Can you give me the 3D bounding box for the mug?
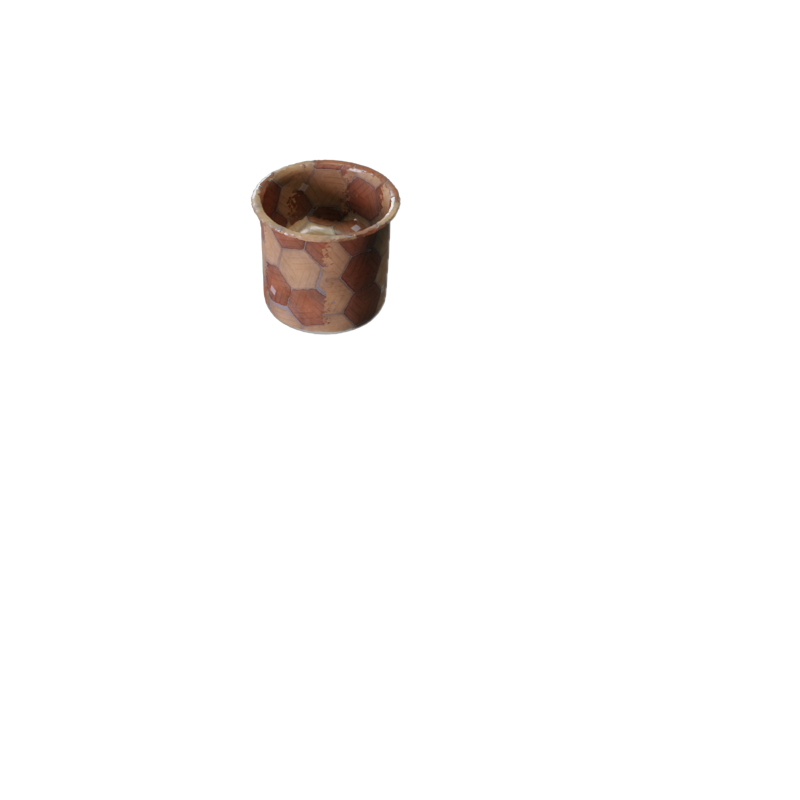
[{"bbox_3d":[-0.056,-0.103,0.721,0.093,0.076,0.125,-29,48,-32],"label":"mug"}]
